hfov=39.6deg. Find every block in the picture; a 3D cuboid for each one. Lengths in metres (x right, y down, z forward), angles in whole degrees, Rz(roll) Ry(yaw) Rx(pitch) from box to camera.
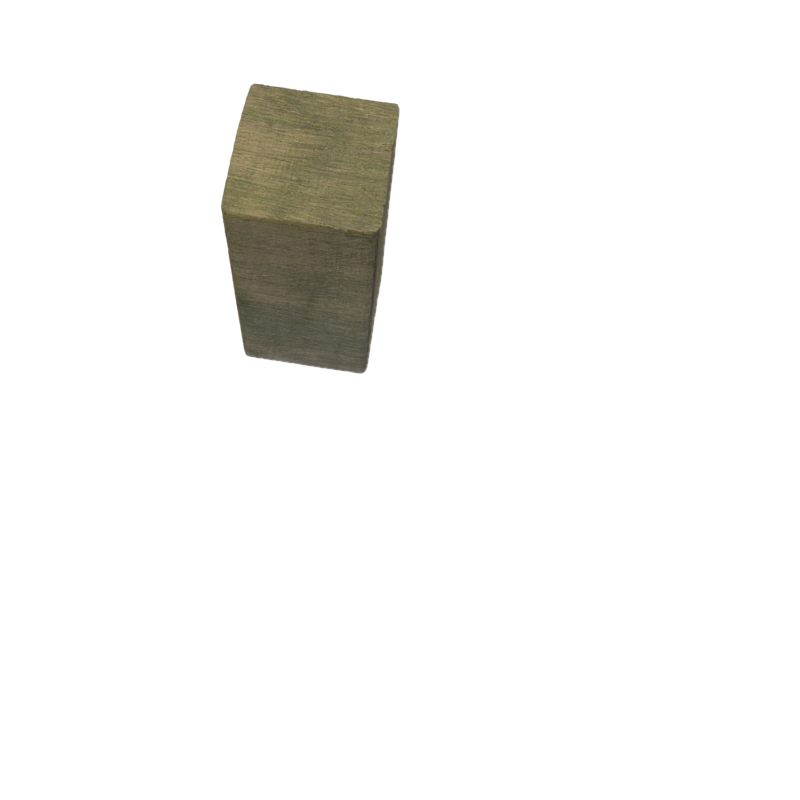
[{"bbox_3d":[-0.056,-0.101,0.710,0.091,0.095,0.195,9,-23,0],"label":"block"}]
